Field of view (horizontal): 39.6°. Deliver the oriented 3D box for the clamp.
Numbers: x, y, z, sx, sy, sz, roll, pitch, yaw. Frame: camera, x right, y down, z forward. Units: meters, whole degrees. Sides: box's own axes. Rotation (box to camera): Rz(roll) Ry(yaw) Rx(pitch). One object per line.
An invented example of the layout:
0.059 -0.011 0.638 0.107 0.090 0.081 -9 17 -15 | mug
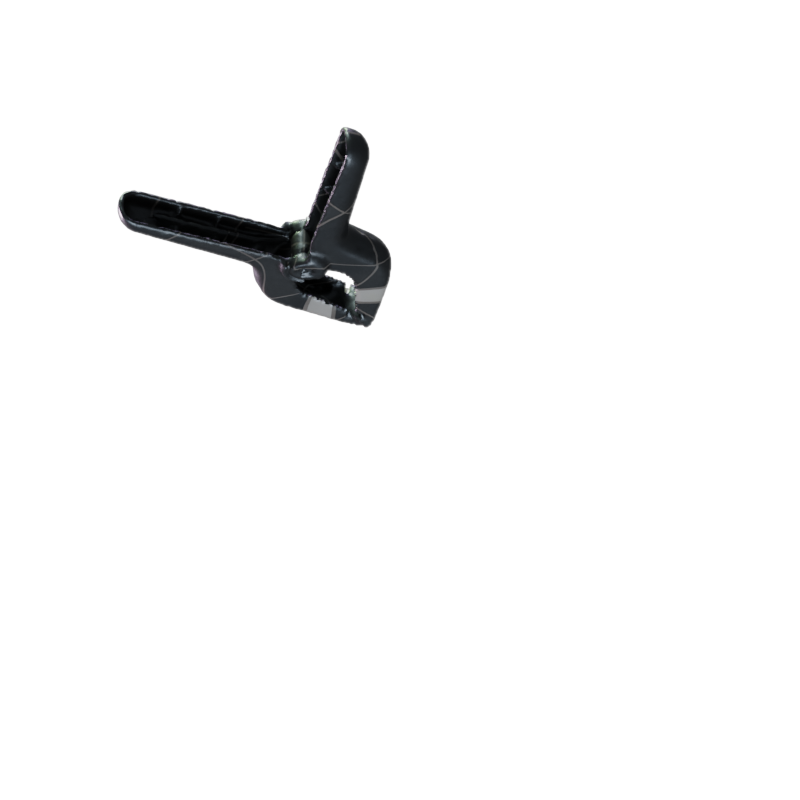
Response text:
-0.056 -0.103 0.722 0.167 0.039 0.195 -13 -27 27 | clamp
